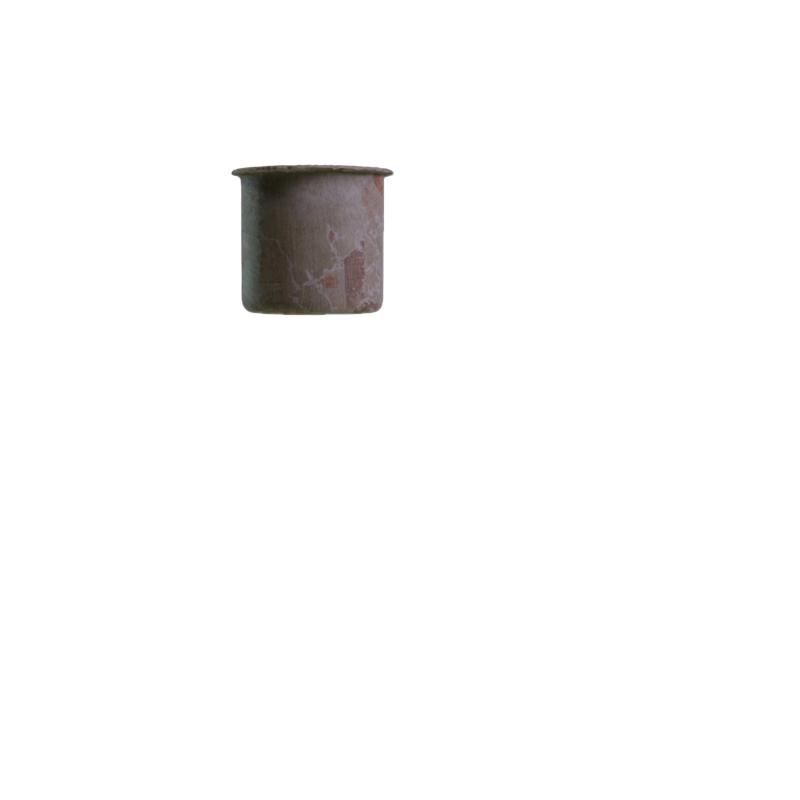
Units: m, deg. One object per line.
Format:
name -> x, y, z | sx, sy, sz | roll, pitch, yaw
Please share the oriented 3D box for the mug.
mug -> -0.051, -0.093, 0.649 | 0.093, 0.081, 0.118 | 0, 5, -1
